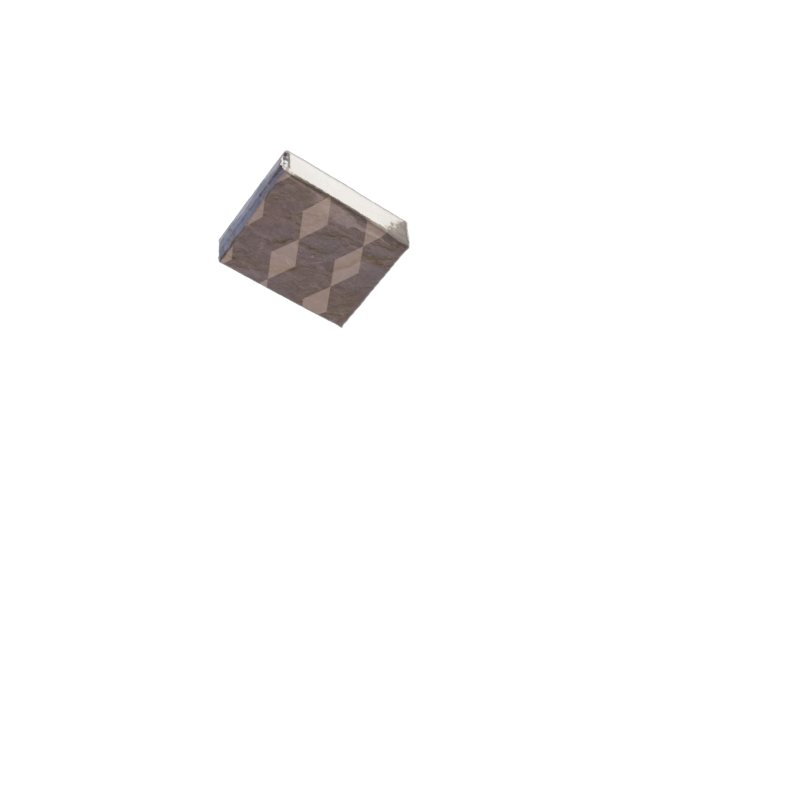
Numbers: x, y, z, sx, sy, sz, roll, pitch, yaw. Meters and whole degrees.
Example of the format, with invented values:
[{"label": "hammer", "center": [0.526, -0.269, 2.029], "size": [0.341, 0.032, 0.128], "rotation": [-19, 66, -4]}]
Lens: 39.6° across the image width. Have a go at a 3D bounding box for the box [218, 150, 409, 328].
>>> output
[{"label": "box", "center": [-0.063, -0.116, 0.809], "size": [0.109, 0.088, 0.041], "rotation": [31, 28, -19]}]
